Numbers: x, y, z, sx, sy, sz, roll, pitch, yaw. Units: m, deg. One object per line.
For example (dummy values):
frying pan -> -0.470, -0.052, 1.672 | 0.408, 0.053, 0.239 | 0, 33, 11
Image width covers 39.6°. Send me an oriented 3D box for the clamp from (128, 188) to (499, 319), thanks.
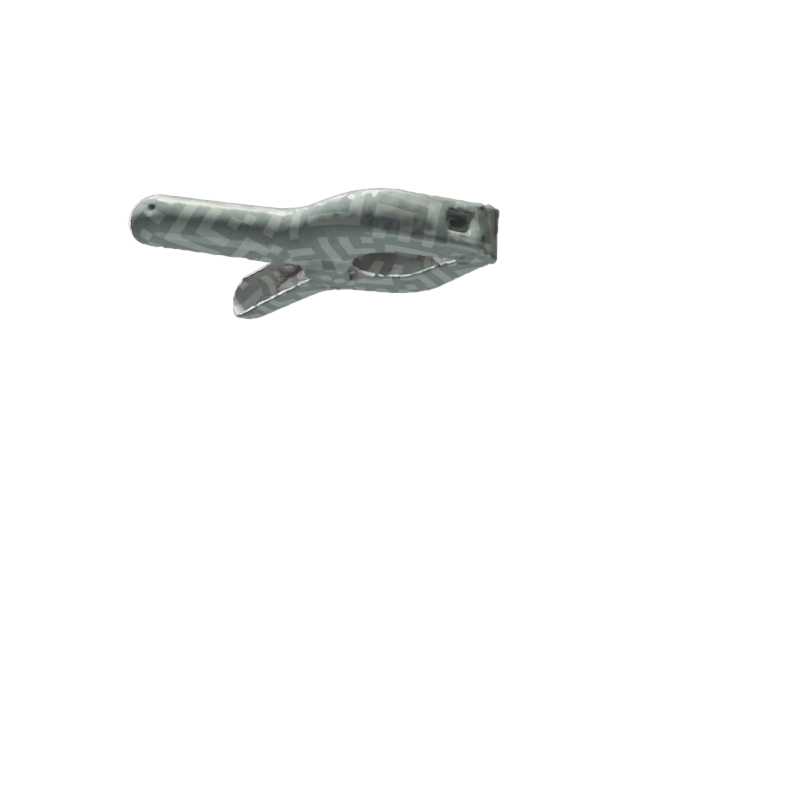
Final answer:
clamp -> -0.042, -0.076, 0.534 | 0.175, 0.041, 0.113 | -8, -16, 30
